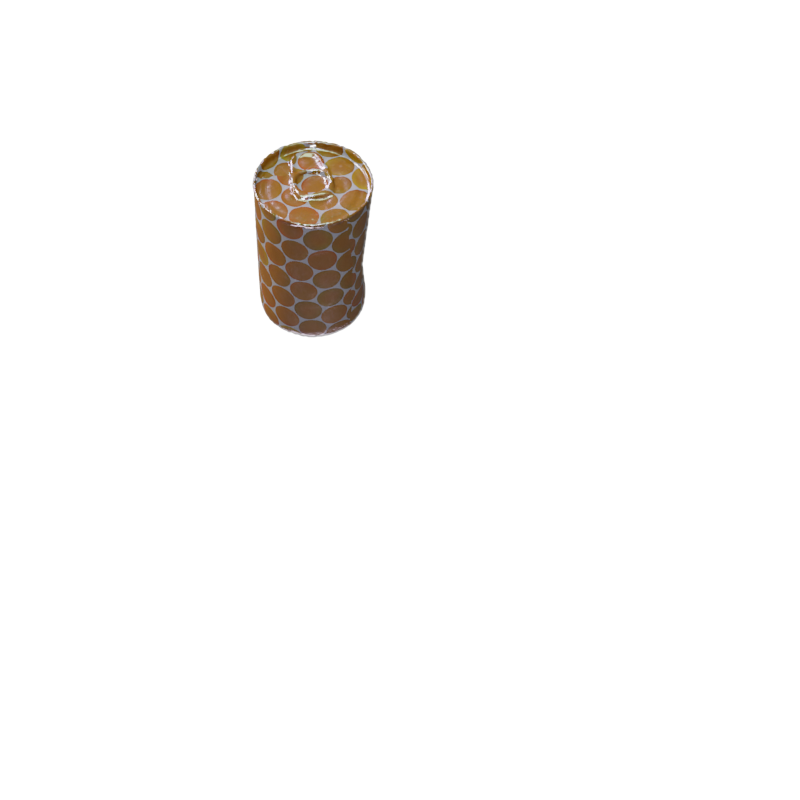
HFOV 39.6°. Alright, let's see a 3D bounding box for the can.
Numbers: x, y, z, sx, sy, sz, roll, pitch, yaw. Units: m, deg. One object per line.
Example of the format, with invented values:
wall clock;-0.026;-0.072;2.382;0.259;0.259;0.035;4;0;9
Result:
can;-0.052;-0.094;0.658;0.068;0.073;0.095;0;-38;-3
